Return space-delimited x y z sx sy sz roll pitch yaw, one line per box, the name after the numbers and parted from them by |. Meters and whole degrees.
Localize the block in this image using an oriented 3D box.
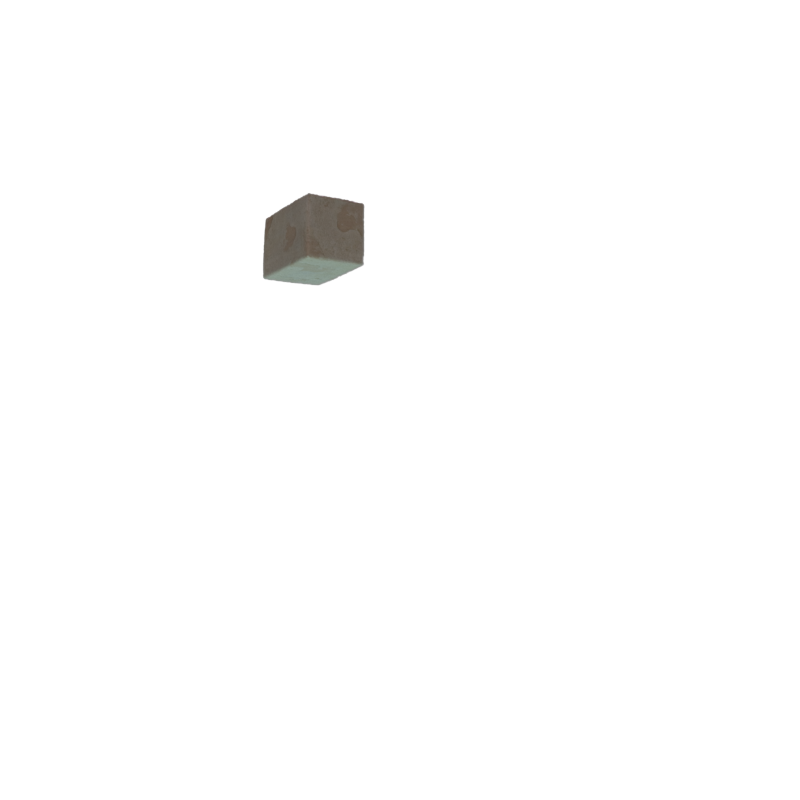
-0.069 -0.126 0.882 0.051 0.053 0.079 7 -13 -31 | block
